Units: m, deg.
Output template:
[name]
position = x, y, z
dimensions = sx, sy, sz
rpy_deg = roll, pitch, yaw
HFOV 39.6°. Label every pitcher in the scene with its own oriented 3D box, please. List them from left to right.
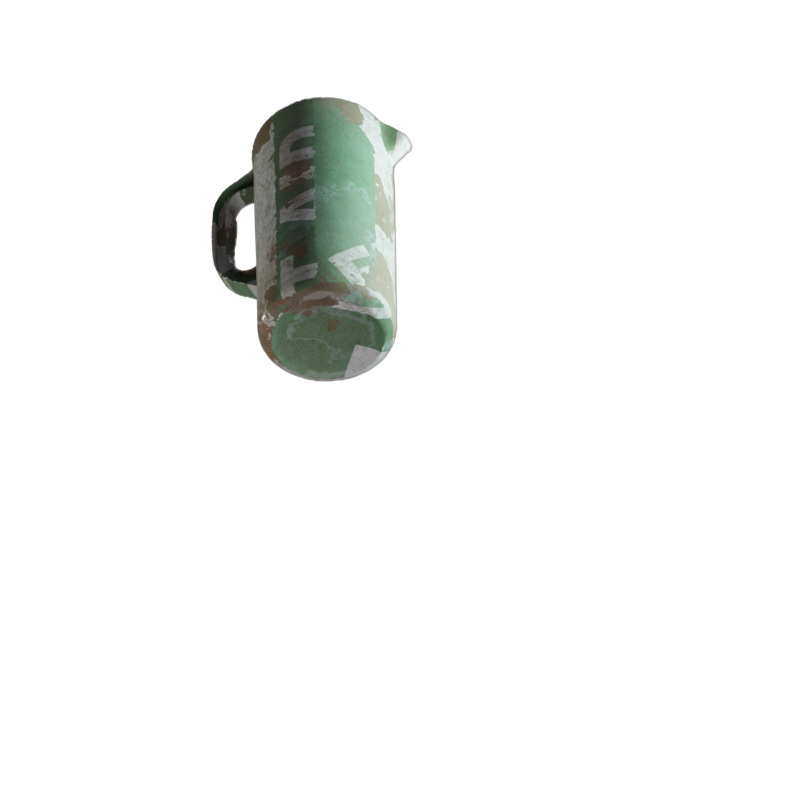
[pitcher]
position = -0.073, -0.134, 0.938
dimensions = 0.140, 0.261, 0.144
rpy_deg = 18, -49, -20
